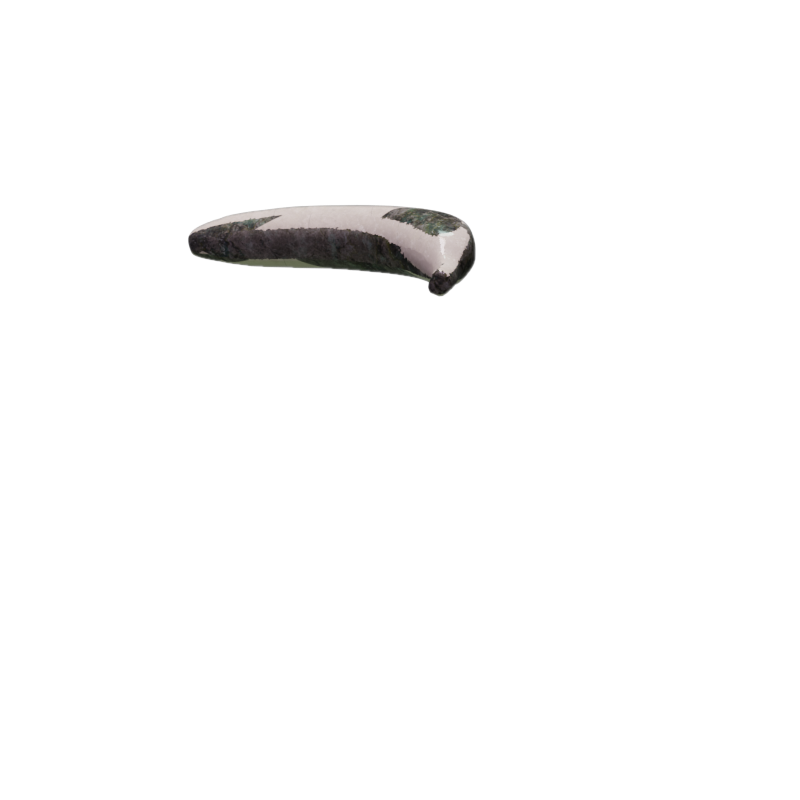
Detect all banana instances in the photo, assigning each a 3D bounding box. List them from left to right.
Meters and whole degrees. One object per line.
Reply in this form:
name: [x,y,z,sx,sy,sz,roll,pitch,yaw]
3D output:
banana: [-0.029,-0.084,0.584,0.067,0.036,0.208,-10,16,-43]
